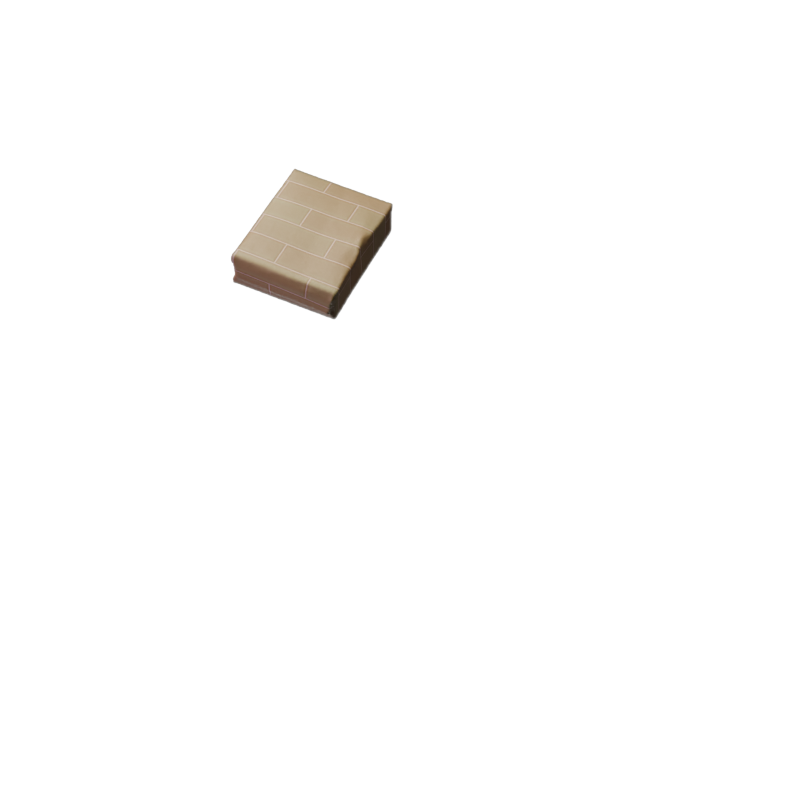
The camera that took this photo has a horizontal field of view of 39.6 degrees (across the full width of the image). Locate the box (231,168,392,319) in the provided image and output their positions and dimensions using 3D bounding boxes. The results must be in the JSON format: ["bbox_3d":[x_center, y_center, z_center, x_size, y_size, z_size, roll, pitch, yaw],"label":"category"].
[{"bbox_3d":[-0.056,-0.101,0.709,0.076,0.093,0.028,20,-36,15],"label":"box"}]
